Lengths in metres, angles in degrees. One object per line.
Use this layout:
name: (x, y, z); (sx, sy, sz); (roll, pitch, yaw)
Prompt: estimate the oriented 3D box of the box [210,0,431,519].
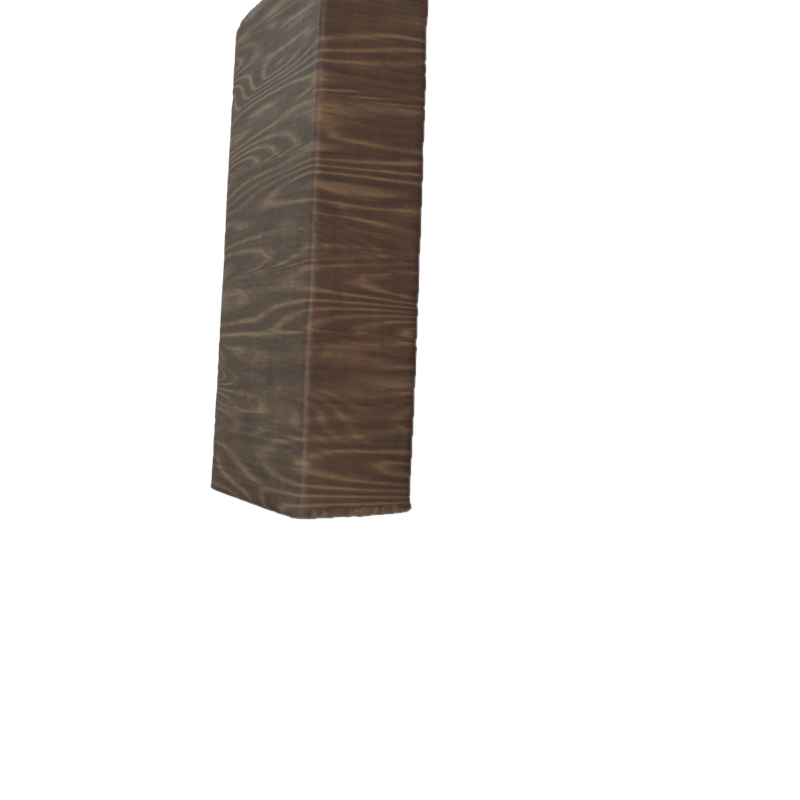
box: (-0.030, -0.054, 0.379); (0.046, 0.179, 0.095); (3, -6, -25)
